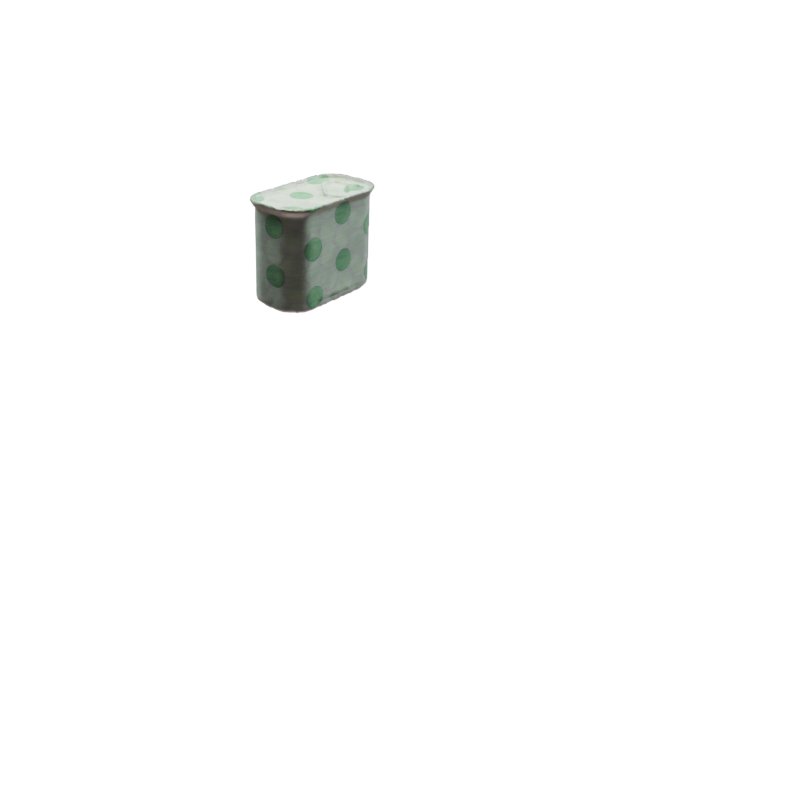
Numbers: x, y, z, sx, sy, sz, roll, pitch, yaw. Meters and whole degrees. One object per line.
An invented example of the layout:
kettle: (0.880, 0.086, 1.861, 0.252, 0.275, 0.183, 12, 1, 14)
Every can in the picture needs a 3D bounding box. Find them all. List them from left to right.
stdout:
can: (-0.068, -0.123, 0.863, 0.061, 0.080, 0.101, 18, 29, 35)
